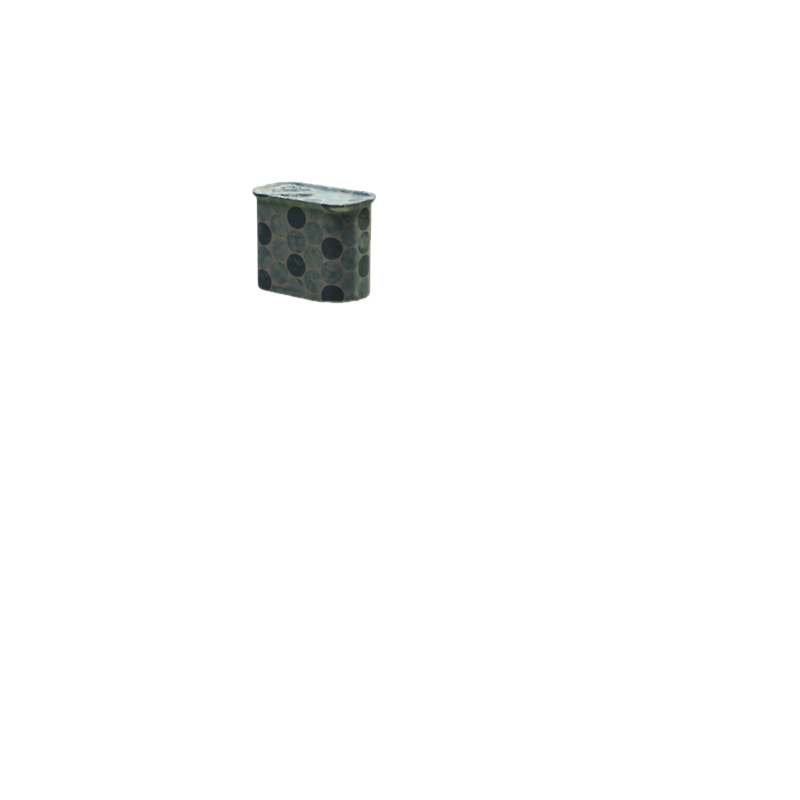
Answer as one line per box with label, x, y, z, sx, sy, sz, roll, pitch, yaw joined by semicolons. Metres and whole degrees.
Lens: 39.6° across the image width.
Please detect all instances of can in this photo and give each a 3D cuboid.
can;-0.071;-0.130;0.909;0.107;0.081;0.057;14;21;33
